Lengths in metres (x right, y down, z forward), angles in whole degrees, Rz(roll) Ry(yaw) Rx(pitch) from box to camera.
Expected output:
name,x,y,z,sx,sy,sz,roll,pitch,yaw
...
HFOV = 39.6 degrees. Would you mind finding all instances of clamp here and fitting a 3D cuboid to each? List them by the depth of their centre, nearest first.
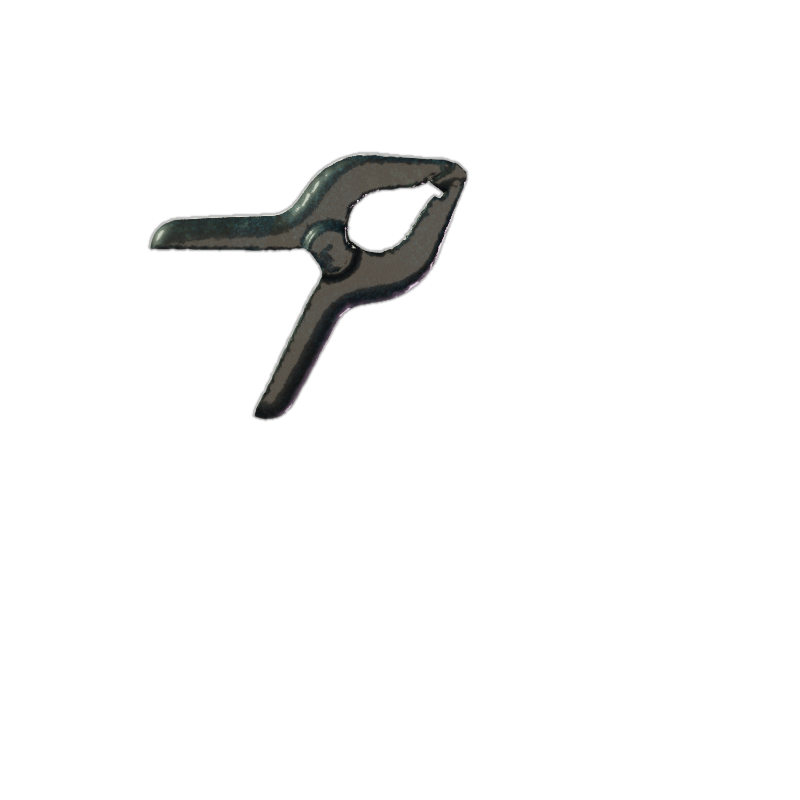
name,x,y,z,sx,sy,sz,roll,pitch,yaw
clamp,-0.046,-0.085,0.592,0.171,0.119,0.040,-40,5,4
